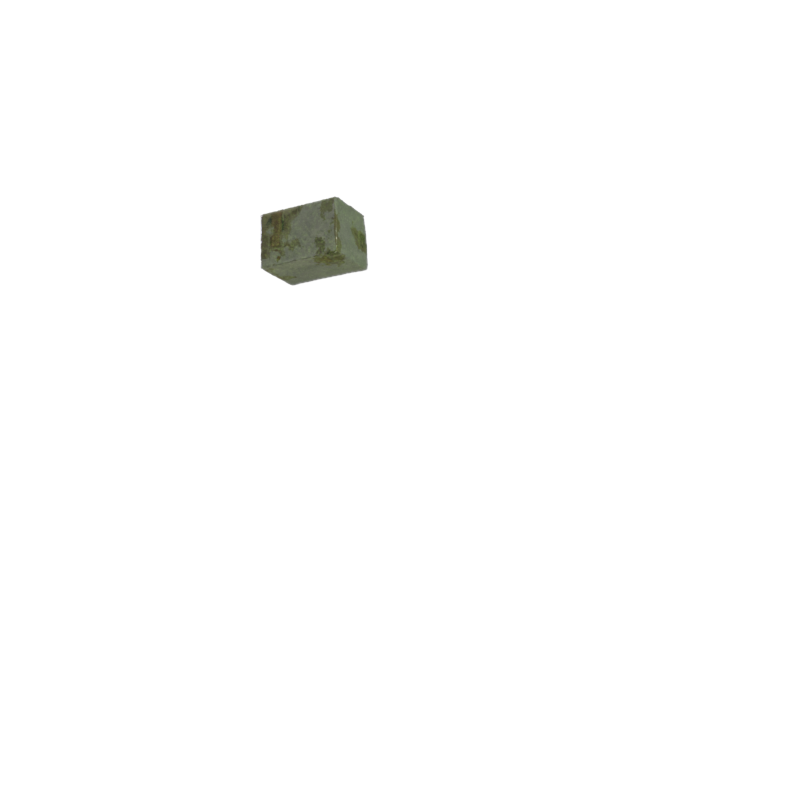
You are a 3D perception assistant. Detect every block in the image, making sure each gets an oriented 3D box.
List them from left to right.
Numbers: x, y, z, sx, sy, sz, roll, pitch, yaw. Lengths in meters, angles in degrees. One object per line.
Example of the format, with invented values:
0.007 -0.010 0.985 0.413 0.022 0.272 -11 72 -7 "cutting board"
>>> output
-0.074 -0.135 0.945 0.079 0.054 0.049 -9 -20 27 "block"
